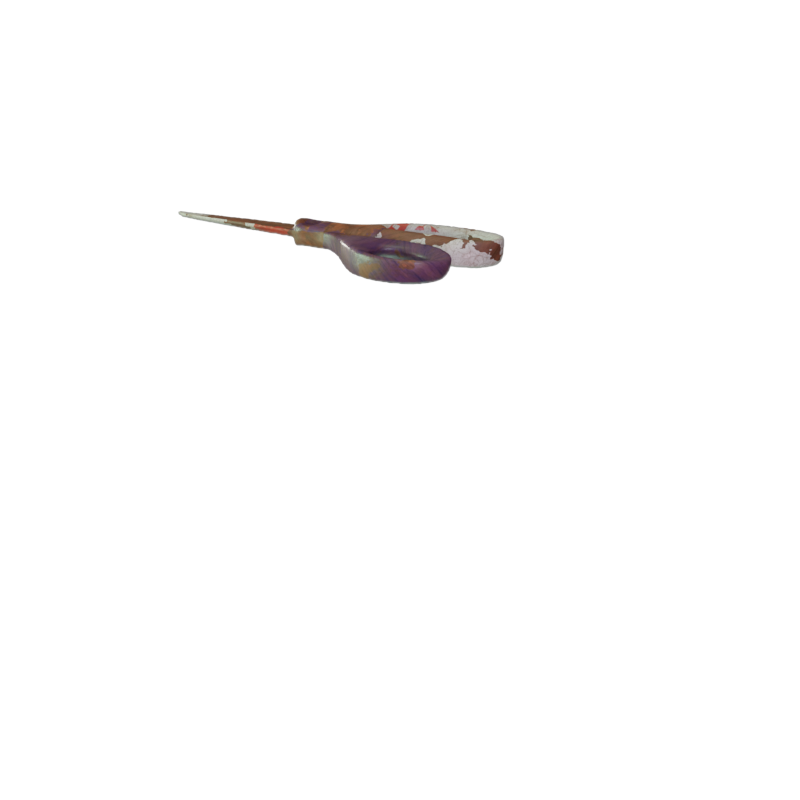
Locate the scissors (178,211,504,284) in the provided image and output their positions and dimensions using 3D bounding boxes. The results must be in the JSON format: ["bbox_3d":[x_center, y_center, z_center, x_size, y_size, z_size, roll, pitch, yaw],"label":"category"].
[{"bbox_3d":[-0.047,-0.086,0.602,0.207,0.015,0.097,6,21,16],"label":"scissors"}]
